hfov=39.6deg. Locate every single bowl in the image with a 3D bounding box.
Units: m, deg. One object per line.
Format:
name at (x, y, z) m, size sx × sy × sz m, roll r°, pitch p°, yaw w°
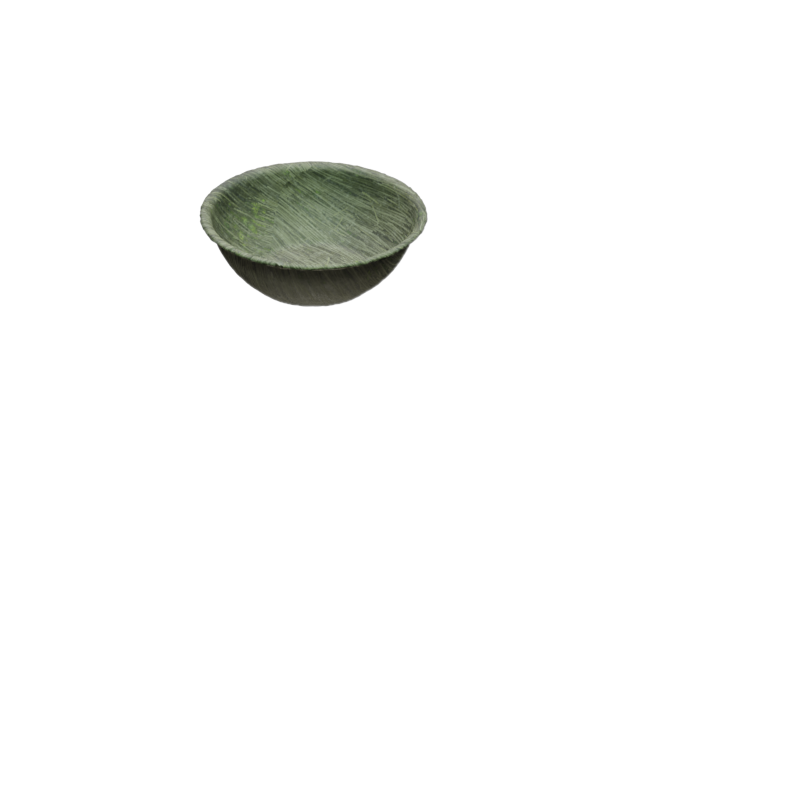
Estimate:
bowl at (-0.063, -0.114, 0.799) m, size 0.162 × 0.052 × 0.173 m, roll -1°, pitch 34°, yaw -2°
